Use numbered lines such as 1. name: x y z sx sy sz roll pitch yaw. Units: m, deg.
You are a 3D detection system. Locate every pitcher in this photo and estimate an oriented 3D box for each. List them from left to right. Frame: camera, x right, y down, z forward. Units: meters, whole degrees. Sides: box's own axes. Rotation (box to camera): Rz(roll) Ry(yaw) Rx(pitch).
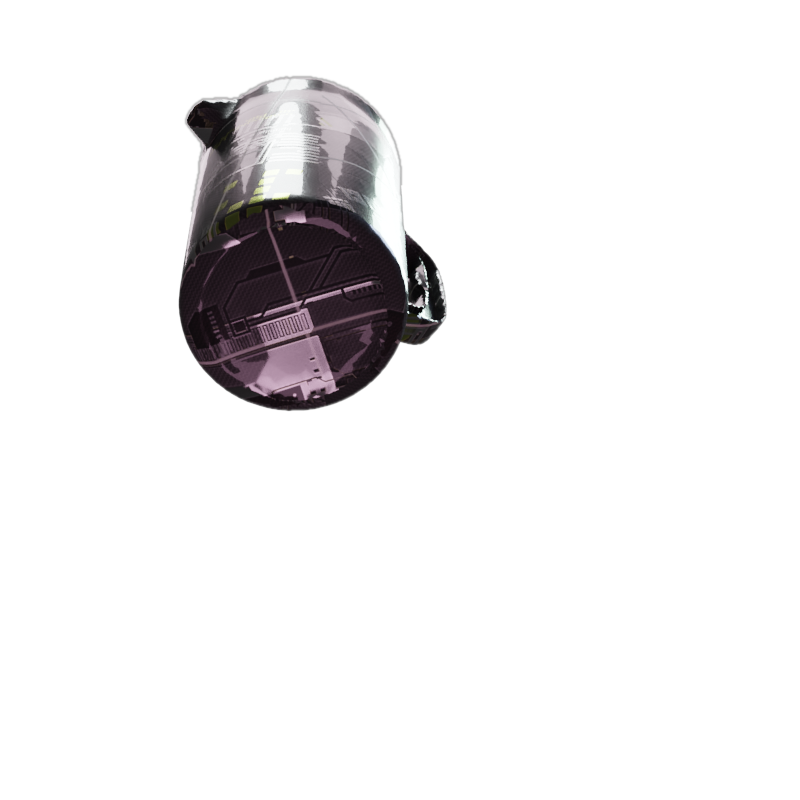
1. pitcher: -0.049 -0.089 0.624 0.149 0.138 0.256 -7 25 0
